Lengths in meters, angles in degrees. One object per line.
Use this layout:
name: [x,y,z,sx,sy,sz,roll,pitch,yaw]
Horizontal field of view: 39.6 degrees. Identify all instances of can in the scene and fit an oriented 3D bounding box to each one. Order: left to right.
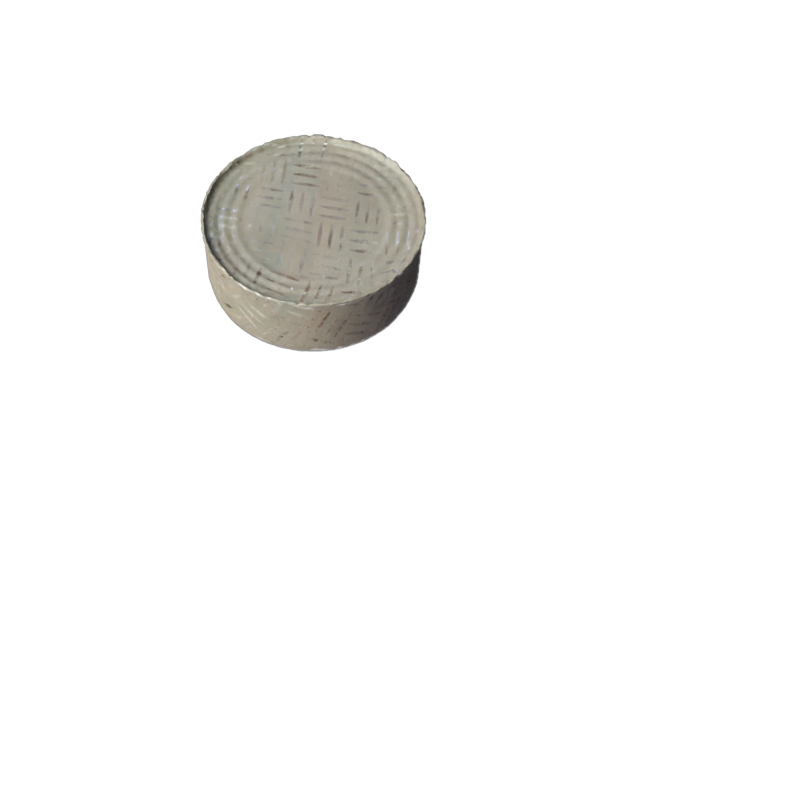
can: [-0.034,-0.062,0.433,0.086,0.092,0.031,-1,-36,-1]
